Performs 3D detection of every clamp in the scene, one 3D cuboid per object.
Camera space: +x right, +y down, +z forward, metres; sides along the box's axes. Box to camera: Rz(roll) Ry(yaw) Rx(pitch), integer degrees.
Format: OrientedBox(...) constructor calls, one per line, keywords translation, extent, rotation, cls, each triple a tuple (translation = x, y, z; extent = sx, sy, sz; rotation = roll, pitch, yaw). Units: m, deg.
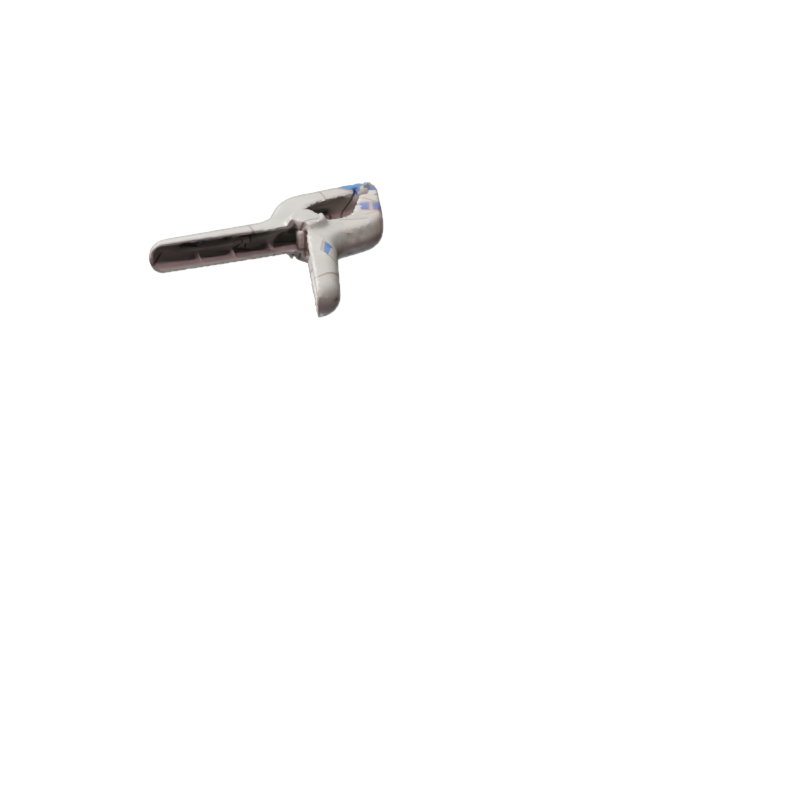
OrientedBox(translation=(-0.068, -0.124, 0.871), extent=(0.174, 0.034, 0.210), rotation=(21, 36, 32), cls="clamp")
